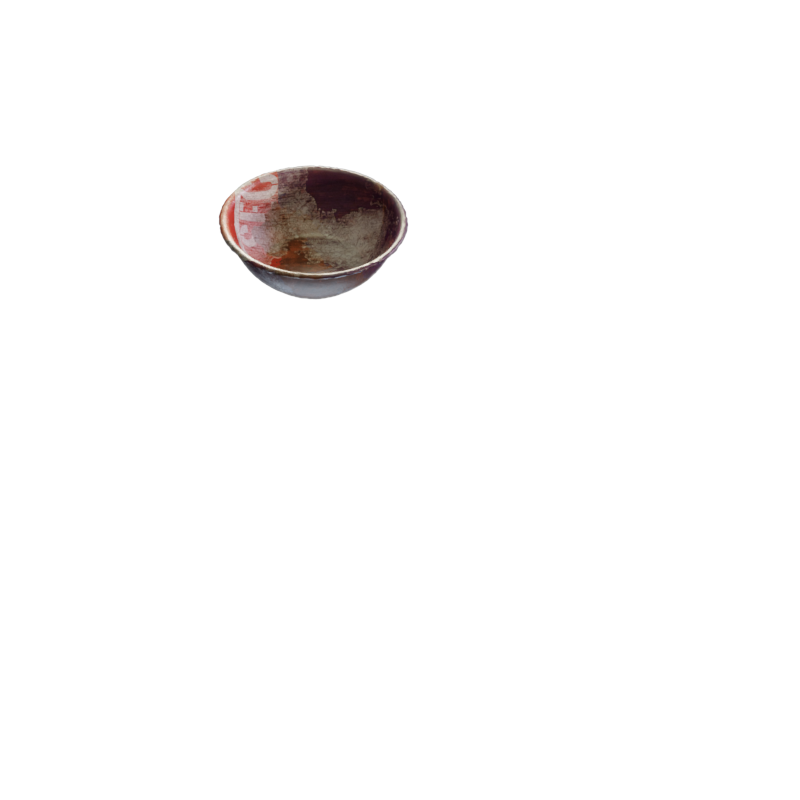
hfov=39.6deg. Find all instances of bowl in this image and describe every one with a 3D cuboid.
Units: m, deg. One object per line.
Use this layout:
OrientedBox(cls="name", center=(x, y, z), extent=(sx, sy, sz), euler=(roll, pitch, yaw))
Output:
OrientedBox(cls="bowl", center=(-0.075, -0.138, 0.964), extent=(0.162, 0.051, 0.174), euler=(-1, 42, -1))
